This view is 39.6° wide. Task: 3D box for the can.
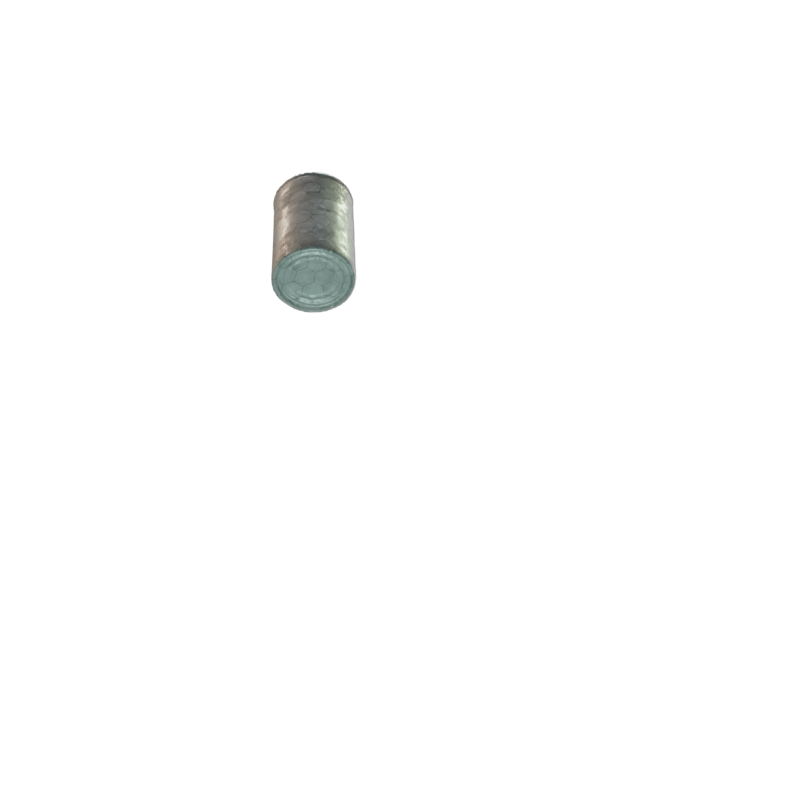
[{"bbox_3d":[-0.070,-0.128,0.897,0.068,0.064,0.110,-1,42,-3],"label":"can"}]
